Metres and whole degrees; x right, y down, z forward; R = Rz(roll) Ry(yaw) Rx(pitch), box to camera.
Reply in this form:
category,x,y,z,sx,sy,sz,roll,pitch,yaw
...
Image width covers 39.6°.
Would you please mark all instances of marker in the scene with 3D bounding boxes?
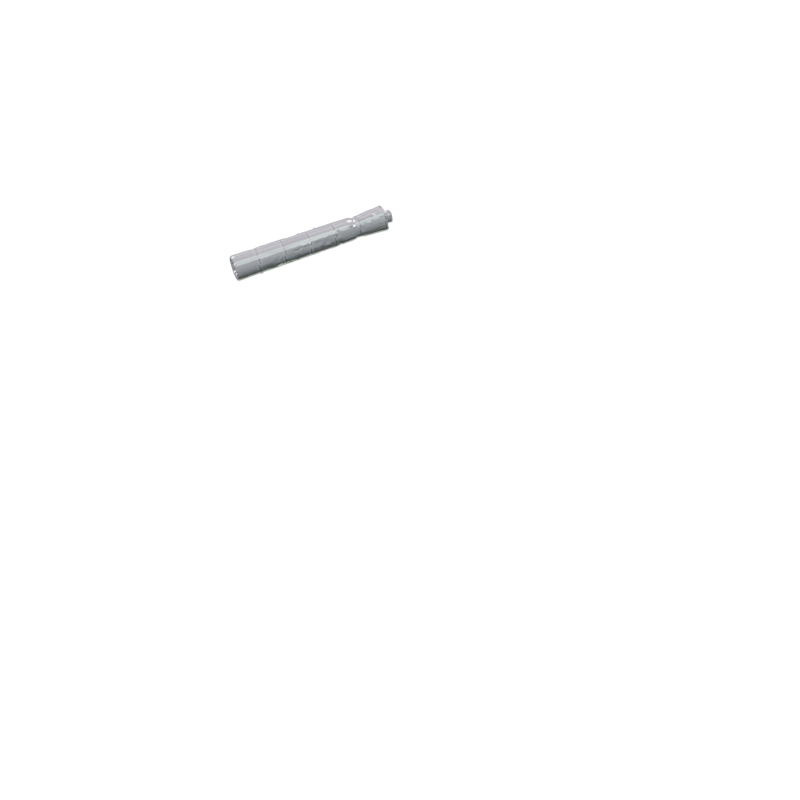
category,x,y,z,sx,sy,sz,roll,pitch,yaw
marker,-0.062,-0.113,0.790,0.120,0.019,0.020,-20,9,-12
